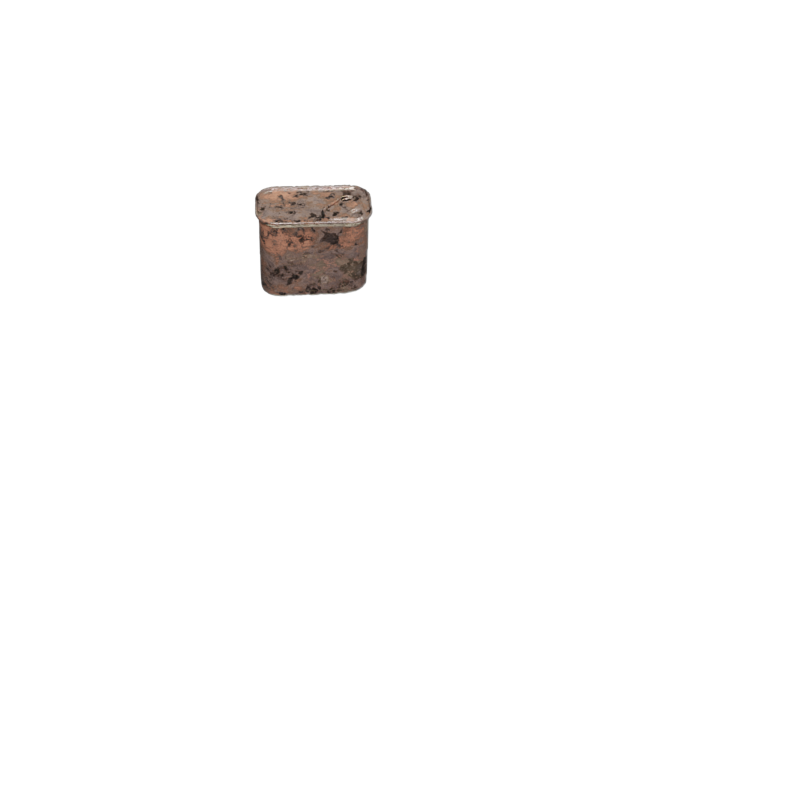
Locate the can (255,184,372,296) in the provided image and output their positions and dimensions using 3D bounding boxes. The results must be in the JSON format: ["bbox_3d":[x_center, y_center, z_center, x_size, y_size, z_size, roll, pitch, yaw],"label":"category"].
[{"bbox_3d":[-0.077,-0.141,0.989,0.101,0.078,0.062,-2,40,-4],"label":"can"}]
